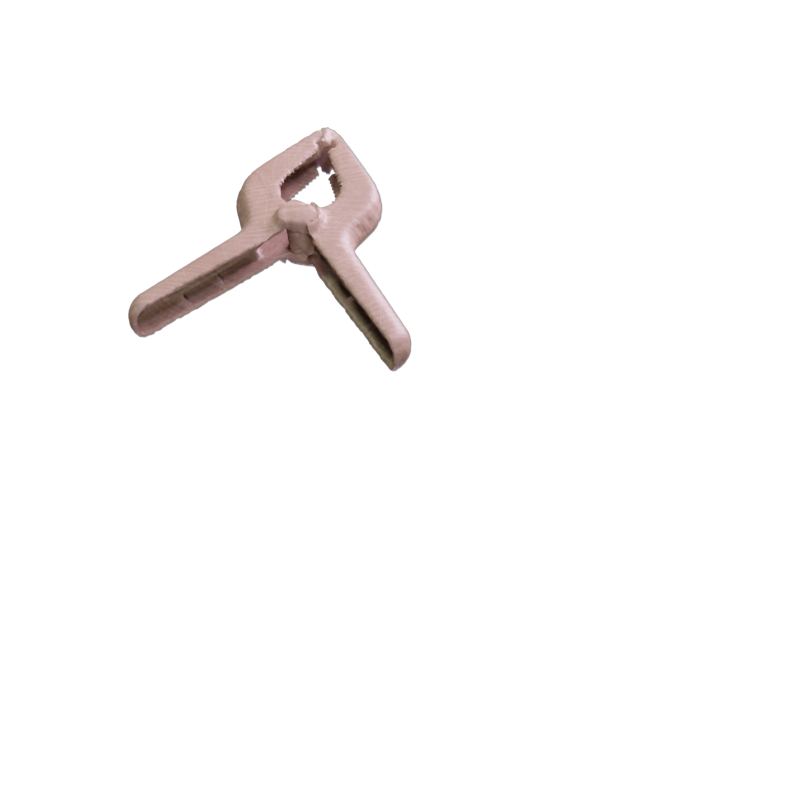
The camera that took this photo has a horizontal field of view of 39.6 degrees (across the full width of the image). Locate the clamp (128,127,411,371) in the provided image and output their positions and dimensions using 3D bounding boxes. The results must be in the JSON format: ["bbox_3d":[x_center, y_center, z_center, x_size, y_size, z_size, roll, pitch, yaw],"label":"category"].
[{"bbox_3d":[-0.054,-0.099,0.696,0.168,0.034,0.220,12,46,11],"label":"clamp"}]
